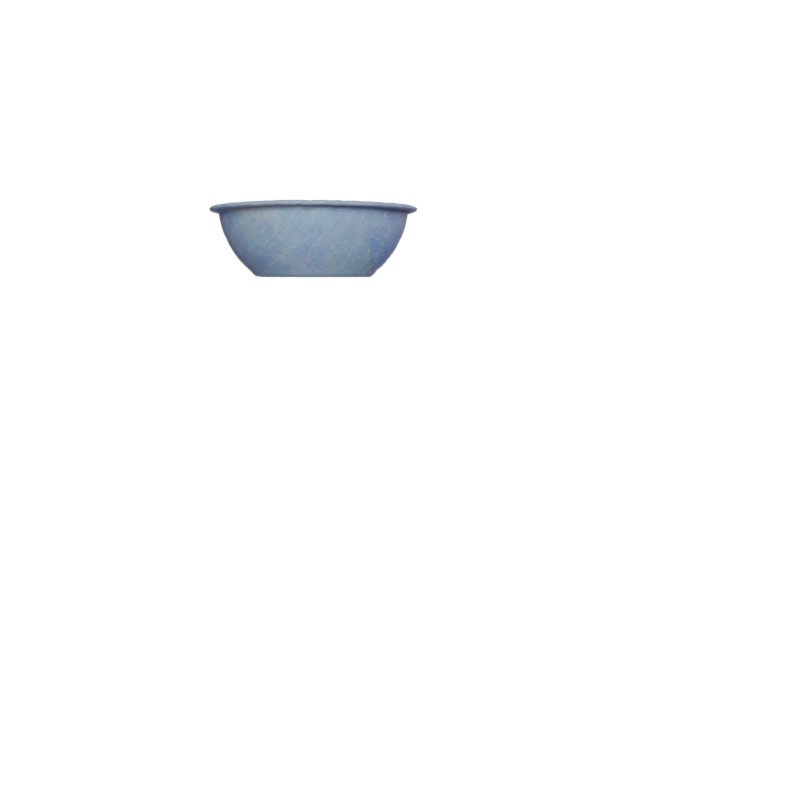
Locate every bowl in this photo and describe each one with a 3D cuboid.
[{"bbox_3d":[-0.068,-0.123,0.864,0.162,0.055,0.163,0,6,-2],"label":"bowl"}]
